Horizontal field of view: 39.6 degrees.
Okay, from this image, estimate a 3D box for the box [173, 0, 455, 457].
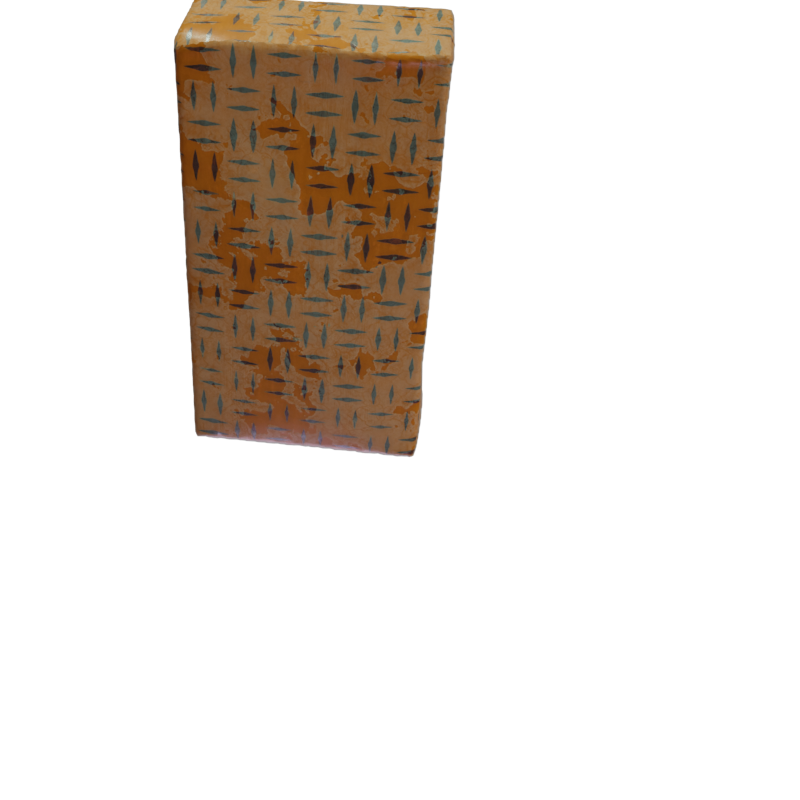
[{"bbox_3d":[-0.033,-0.059,0.415,0.094,0.165,0.051,5,39,3],"label":"box"}]
